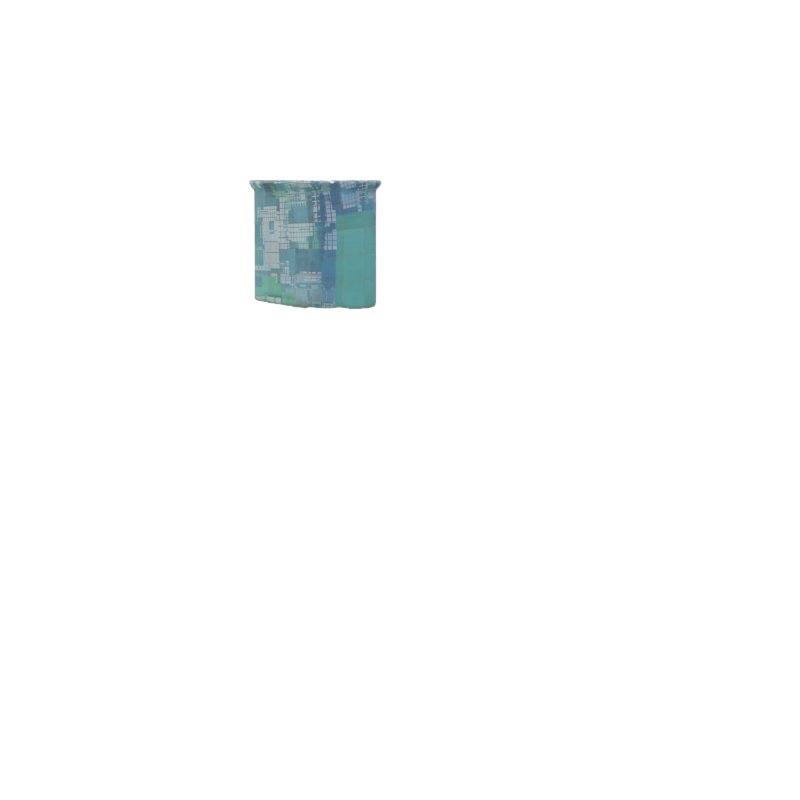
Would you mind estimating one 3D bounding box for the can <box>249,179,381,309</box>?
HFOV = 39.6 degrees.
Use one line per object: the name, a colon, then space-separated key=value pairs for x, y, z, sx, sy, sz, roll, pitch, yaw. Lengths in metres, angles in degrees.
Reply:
can: x=-0.059 y=-0.107 z=0.750 sx=0.056 sy=0.083 sz=0.107 roll=-4 pitch=9 yaw=-36
